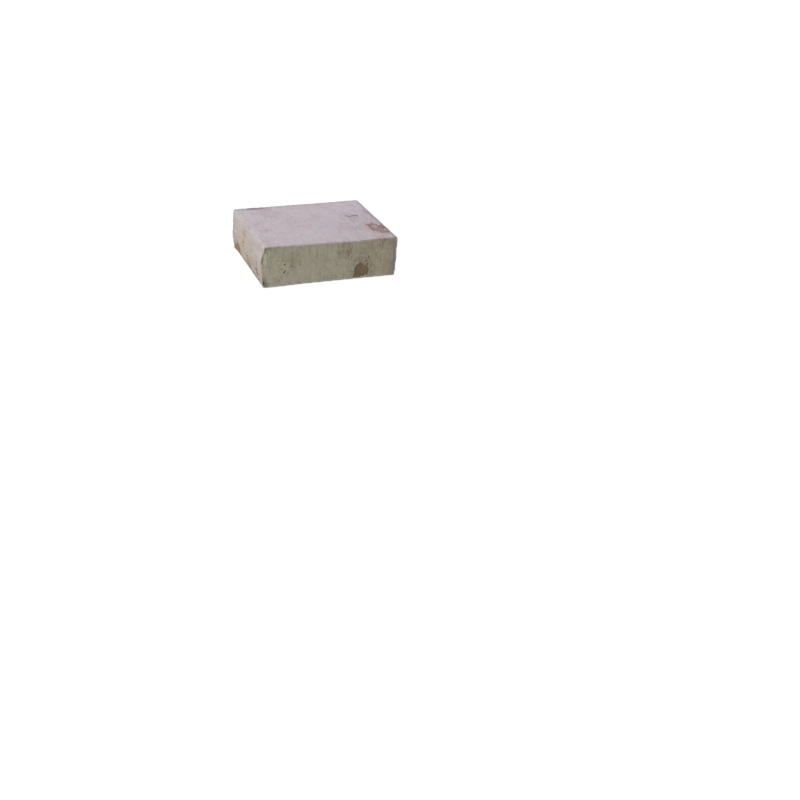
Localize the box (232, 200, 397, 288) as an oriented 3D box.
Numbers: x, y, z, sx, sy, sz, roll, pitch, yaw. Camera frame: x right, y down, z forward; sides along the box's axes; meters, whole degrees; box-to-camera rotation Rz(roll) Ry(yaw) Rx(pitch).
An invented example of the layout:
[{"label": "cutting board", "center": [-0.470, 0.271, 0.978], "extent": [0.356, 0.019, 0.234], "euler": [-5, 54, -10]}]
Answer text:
[{"label": "box", "center": [-0.070, -0.128, 0.894], "extent": [0.111, 0.037, 0.096], "euler": [-10, 29, -18]}]
